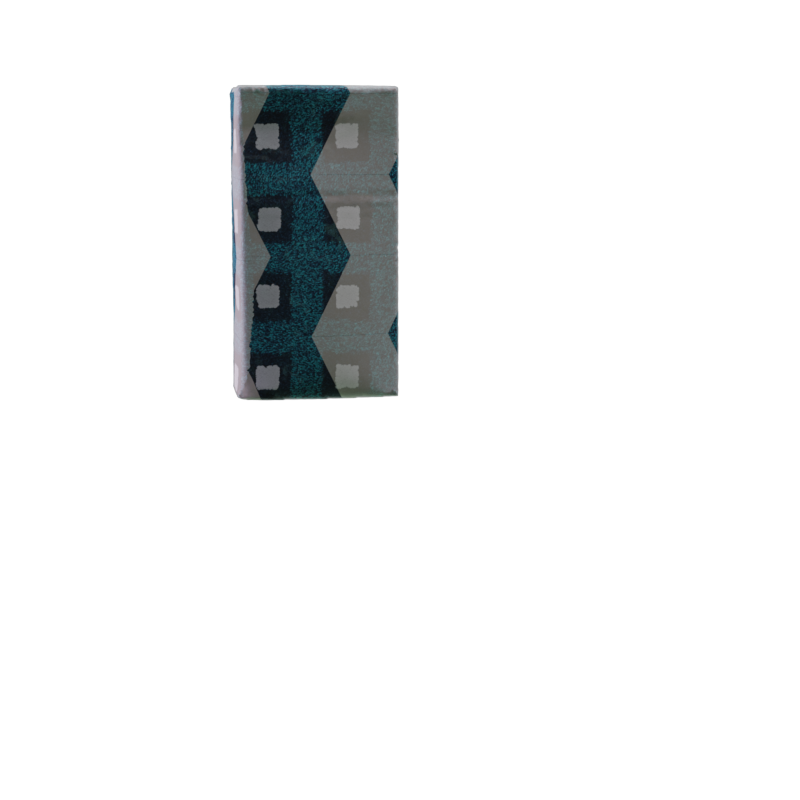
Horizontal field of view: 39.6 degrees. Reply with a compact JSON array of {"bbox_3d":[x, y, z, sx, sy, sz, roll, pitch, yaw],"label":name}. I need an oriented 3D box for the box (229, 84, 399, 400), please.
[{"bbox_3d":[-0.049,-0.090,0.632,0.092,0.175,0.049,-1,3,-12],"label":"box"}]
